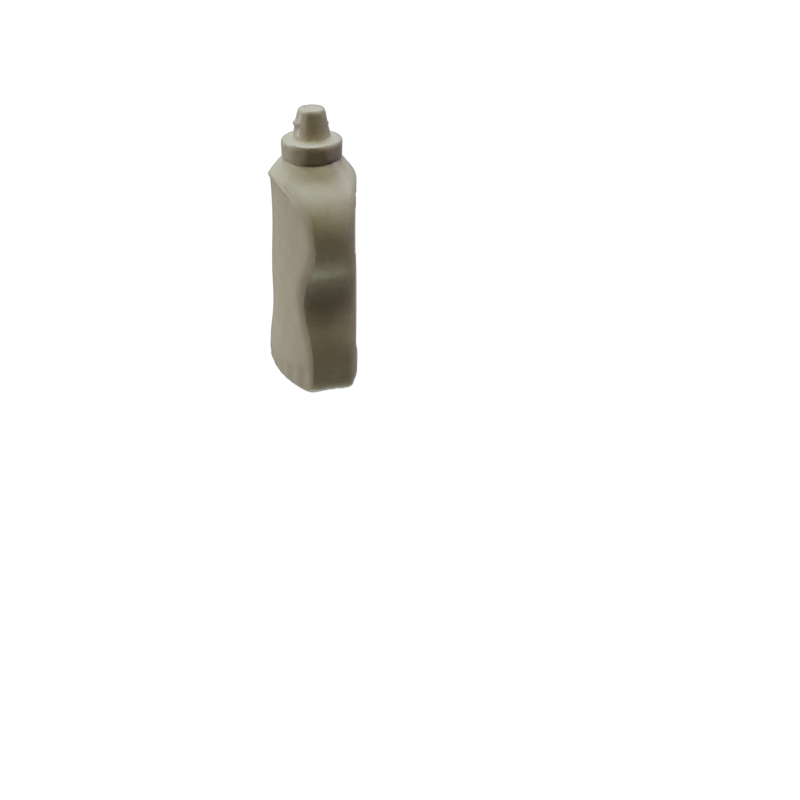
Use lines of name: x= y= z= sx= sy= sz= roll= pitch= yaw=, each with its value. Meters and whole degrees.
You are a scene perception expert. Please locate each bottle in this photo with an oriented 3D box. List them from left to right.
bottle: x=-0.060 y=-0.109 z=0.763 sx=0.057 sy=0.182 sz=0.103 roll=-6 pitch=27 yaw=-16
